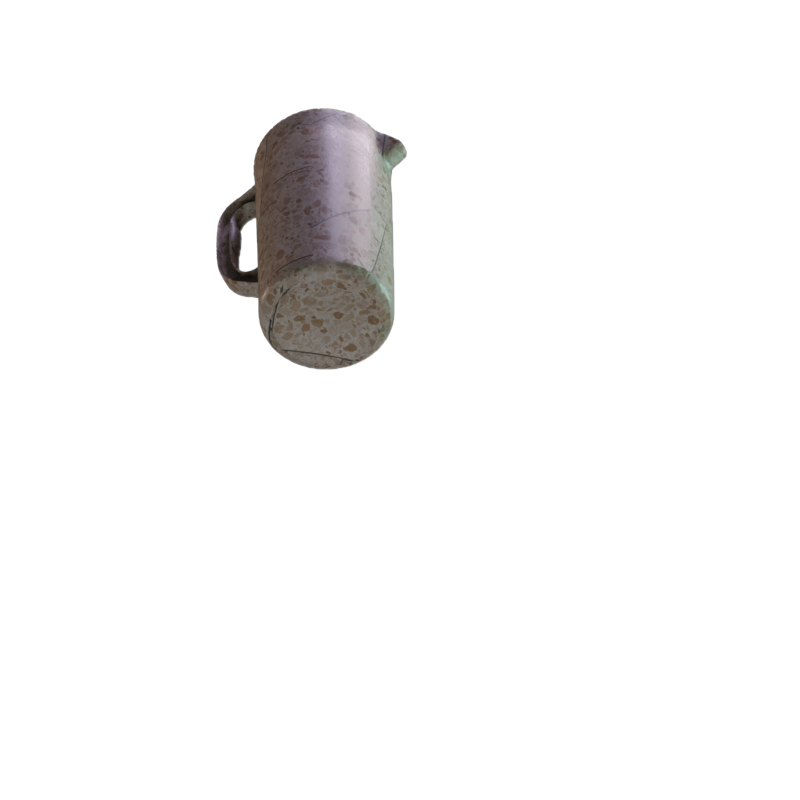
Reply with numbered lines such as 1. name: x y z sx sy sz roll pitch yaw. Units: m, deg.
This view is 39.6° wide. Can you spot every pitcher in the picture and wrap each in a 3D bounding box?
1. pitcher: -0.076 -0.138 0.967 0.141 0.143 0.260 17 36 -16
